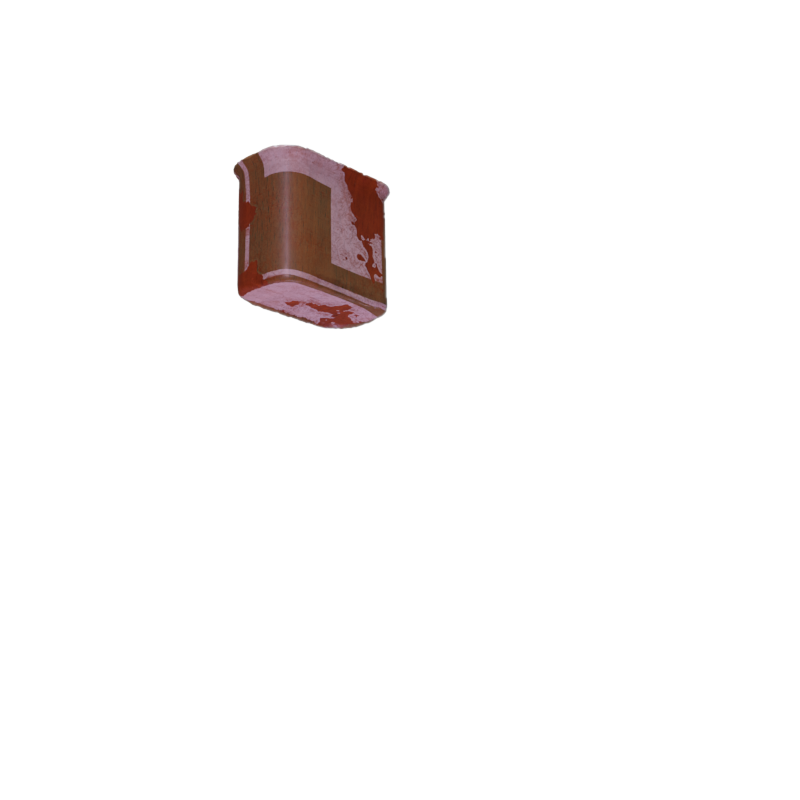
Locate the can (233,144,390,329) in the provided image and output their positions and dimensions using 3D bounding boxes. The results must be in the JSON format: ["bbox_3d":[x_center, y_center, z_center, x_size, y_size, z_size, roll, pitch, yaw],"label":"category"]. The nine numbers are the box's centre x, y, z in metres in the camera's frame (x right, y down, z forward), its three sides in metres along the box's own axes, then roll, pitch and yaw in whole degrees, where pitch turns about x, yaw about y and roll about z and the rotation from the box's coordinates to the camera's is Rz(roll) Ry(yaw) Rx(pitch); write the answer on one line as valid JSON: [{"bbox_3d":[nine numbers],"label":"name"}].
[{"bbox_3d":[-0.053,-0.096,0.671,0.058,0.088,0.096,-18,-24,39],"label":"can"}]
